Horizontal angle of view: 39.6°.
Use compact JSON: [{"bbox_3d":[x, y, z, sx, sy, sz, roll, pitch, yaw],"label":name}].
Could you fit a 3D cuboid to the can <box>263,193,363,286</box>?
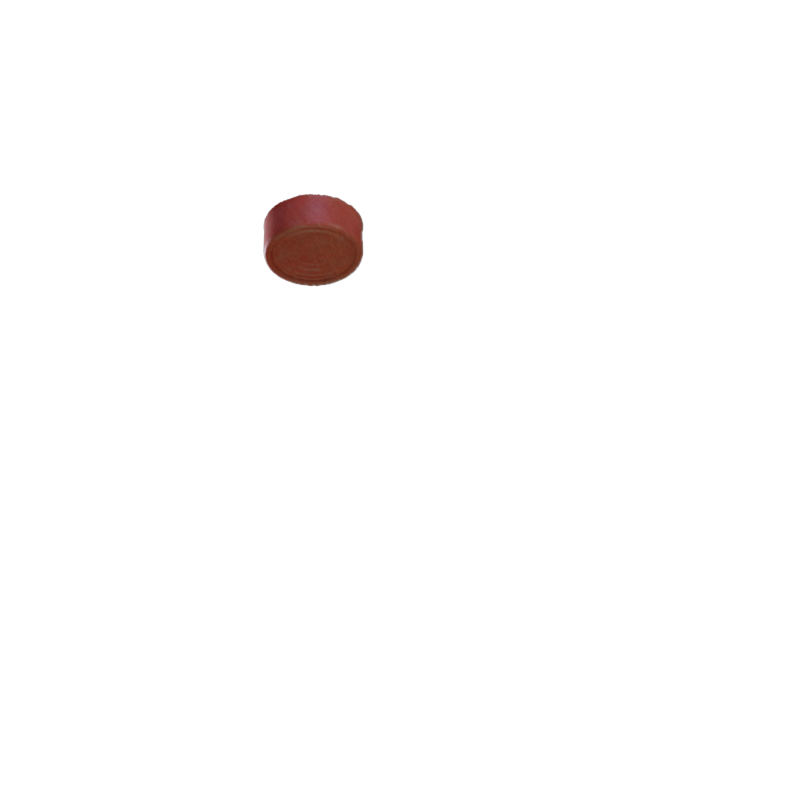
[{"bbox_3d":[-0.074,-0.134,0.942,0.086,0.036,0.080,1,-35,-2],"label":"can"}]
